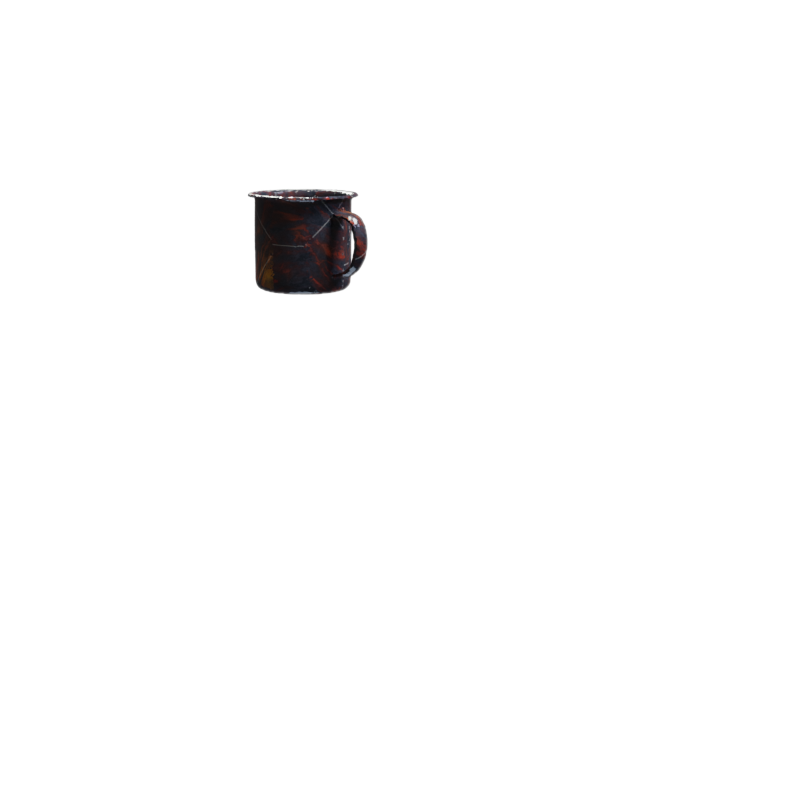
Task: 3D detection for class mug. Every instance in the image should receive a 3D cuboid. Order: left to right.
[{"bbox_3d":[-0.073,-0.133,0.933,0.123,0.080,0.091,11,15,40],"label":"mug"}]
